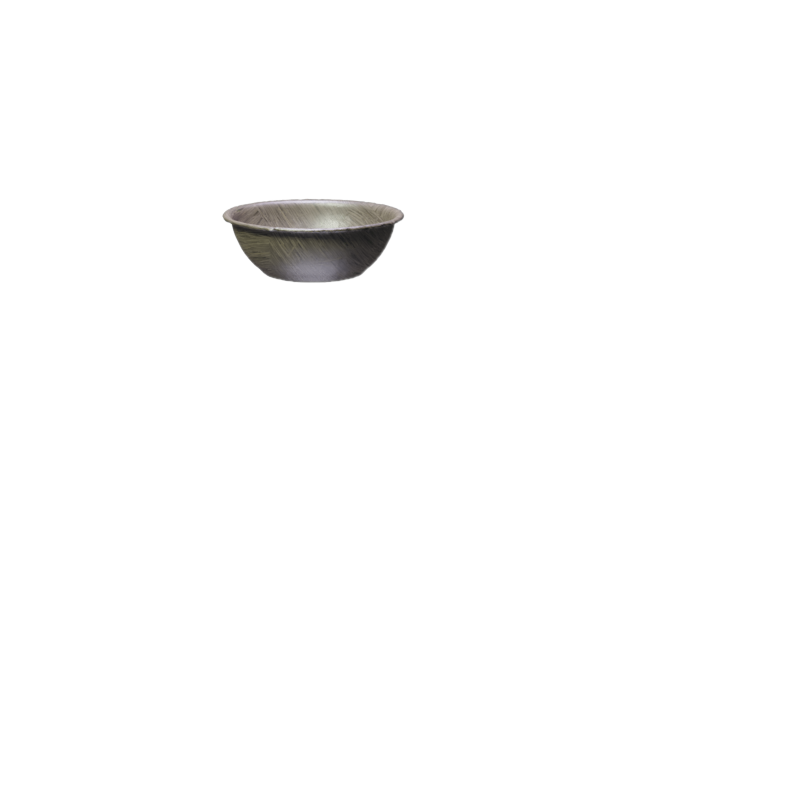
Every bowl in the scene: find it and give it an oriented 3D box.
[{"bbox_3d":[-0.078,-0.142,0.994,0.162,0.053,0.168,-1,19,-2],"label":"bowl"}]
